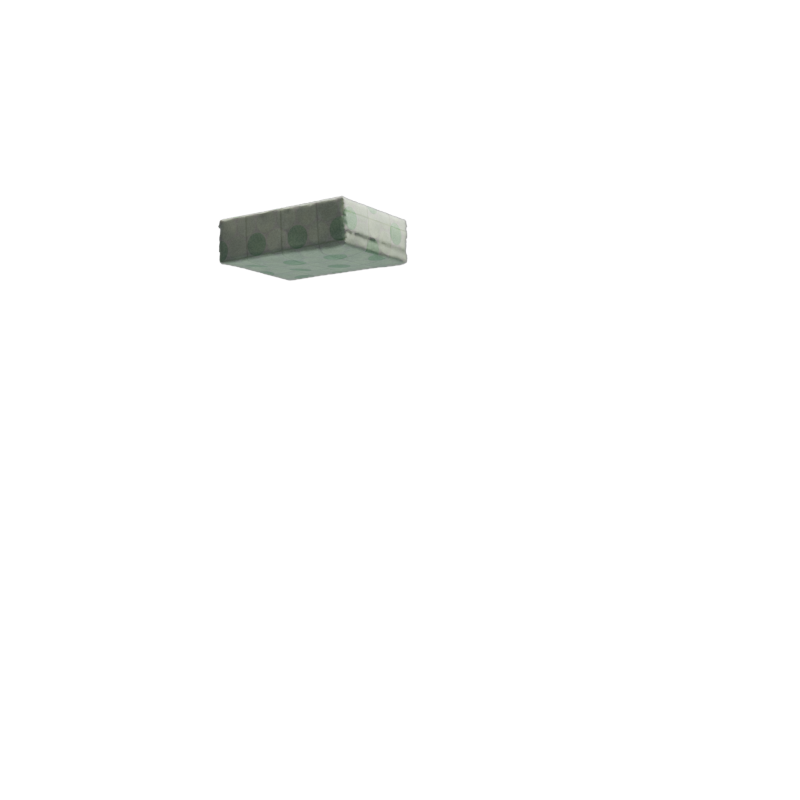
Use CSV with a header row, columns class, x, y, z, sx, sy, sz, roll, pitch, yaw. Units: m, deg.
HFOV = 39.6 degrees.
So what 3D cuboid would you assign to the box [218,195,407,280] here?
class,x,y,z,sx,sy,sz,roll,pitch,yaw
box,-0.064,-0.117,0.822,0.117,0.040,0.086,-2,-5,32
